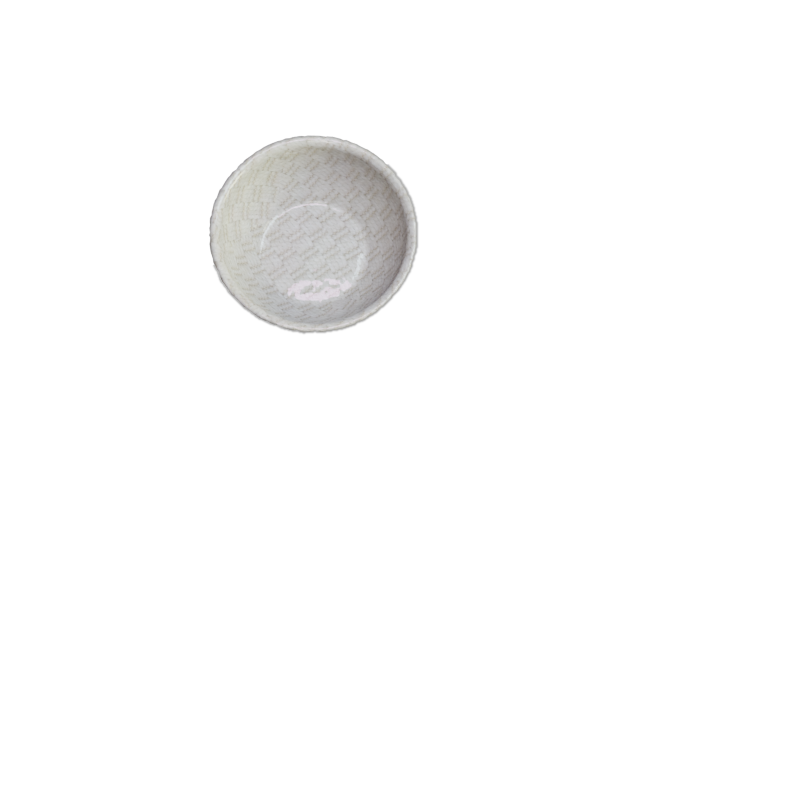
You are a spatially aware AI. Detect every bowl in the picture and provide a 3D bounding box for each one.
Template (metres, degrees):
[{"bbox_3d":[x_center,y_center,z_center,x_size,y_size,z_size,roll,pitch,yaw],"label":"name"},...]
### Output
[{"bbox_3d":[-0.069,-0.126,0.880,0.162,0.169,0.053,-1,-18,-1],"label":"bowl"}]
